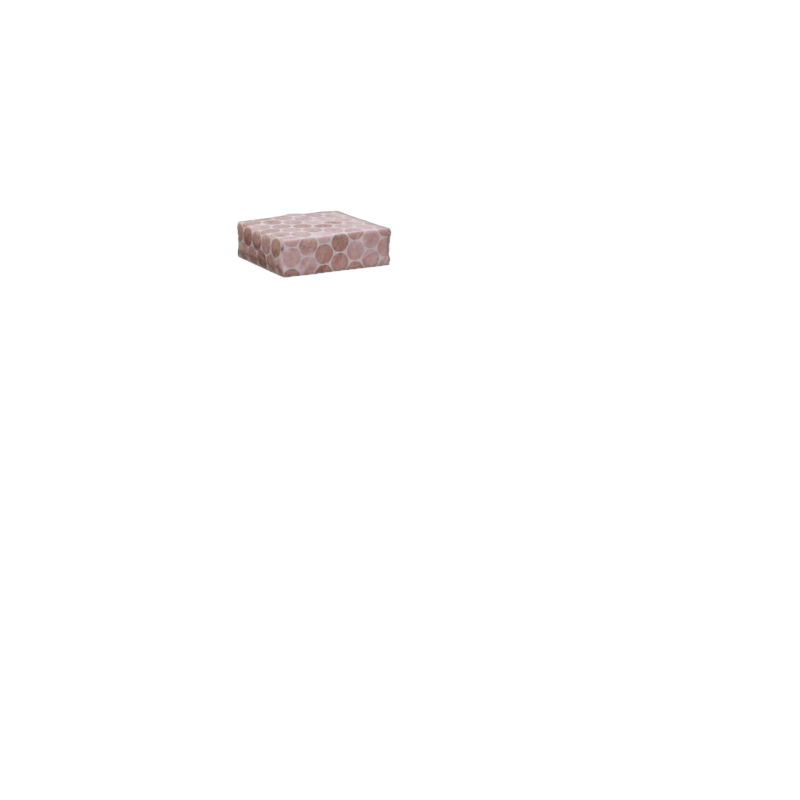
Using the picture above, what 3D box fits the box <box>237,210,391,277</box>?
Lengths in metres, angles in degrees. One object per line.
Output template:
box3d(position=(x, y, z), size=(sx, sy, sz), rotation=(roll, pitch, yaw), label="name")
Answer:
box3d(position=(-0.062, -0.114, 0.798), size=(0.087, 0.029, 0.078), rotation=(-11, 23, -29), label="box")
